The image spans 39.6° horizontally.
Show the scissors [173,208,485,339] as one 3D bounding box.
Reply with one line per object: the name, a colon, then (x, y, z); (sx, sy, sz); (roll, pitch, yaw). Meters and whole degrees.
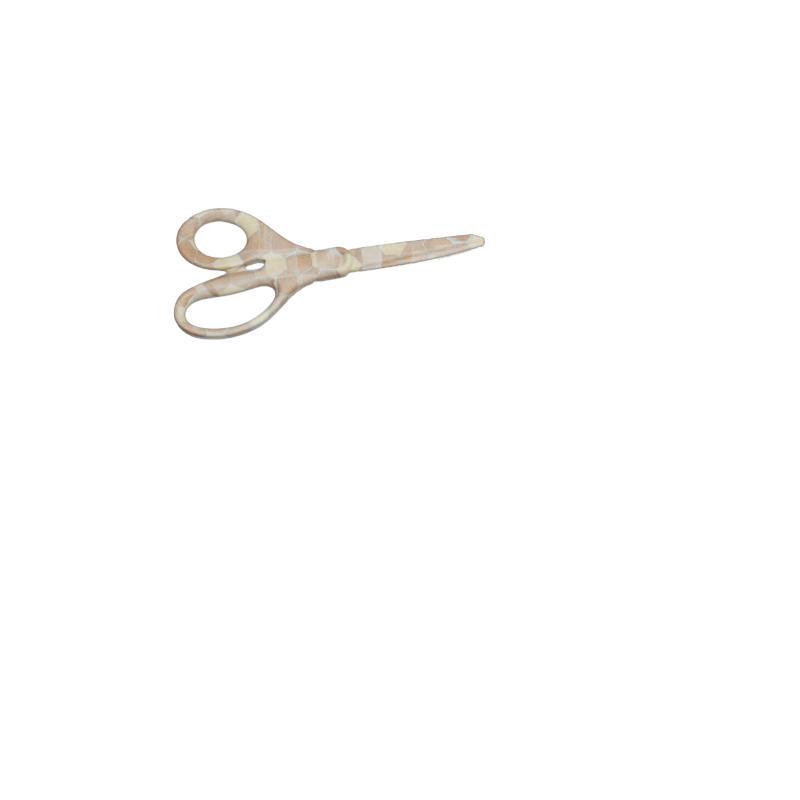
scissors: (-0.056, -0.102, 0.714); (0.201, 0.101, 0.015); (-24, -21, -10)
